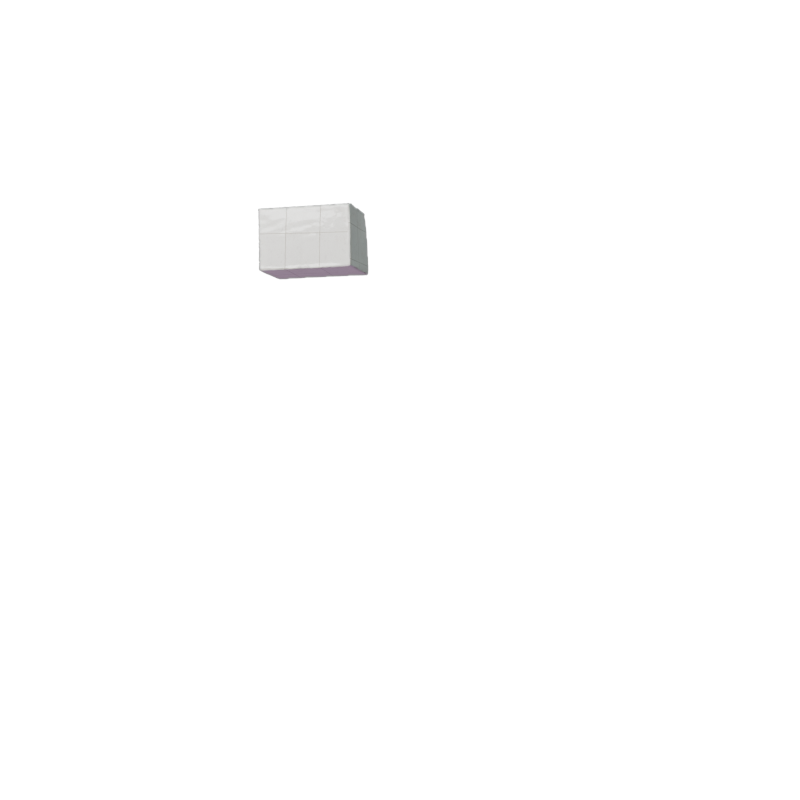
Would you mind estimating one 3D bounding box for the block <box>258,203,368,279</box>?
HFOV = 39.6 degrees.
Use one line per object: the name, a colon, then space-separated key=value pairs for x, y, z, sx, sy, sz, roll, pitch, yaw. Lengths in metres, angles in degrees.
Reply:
block: x=-0.069 y=-0.126 z=0.886 sx=0.079 sy=0.052 sz=0.051 roll=-1 pitch=-6 yaw=15
